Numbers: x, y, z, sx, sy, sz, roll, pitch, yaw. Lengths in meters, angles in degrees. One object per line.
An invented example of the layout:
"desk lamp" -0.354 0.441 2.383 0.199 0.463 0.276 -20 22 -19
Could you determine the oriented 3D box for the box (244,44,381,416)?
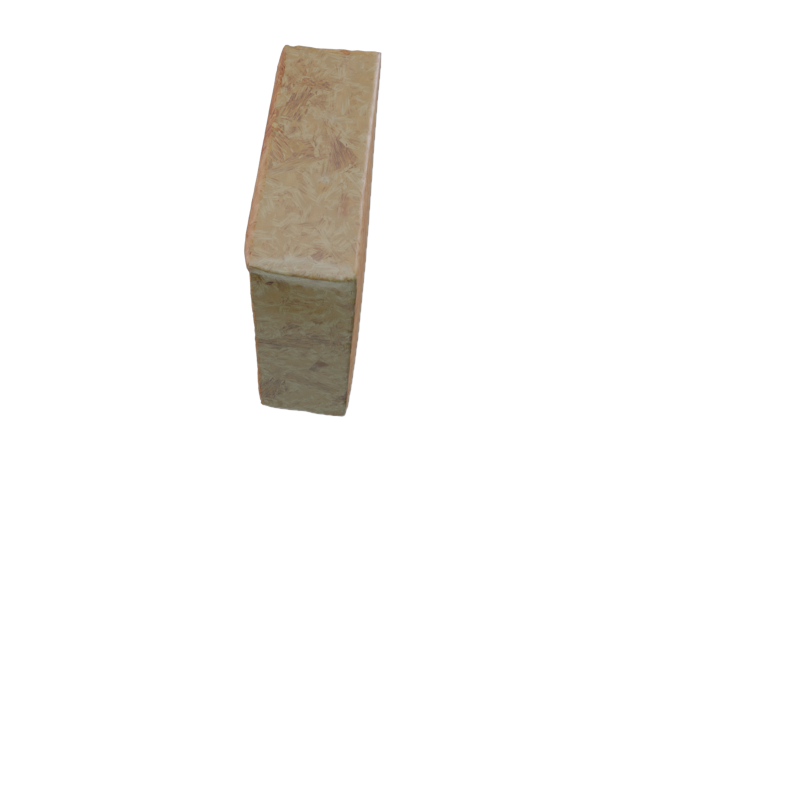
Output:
"box" -0.058 -0.106 0.742 0.072 0.173 0.202 6 -26 -1
